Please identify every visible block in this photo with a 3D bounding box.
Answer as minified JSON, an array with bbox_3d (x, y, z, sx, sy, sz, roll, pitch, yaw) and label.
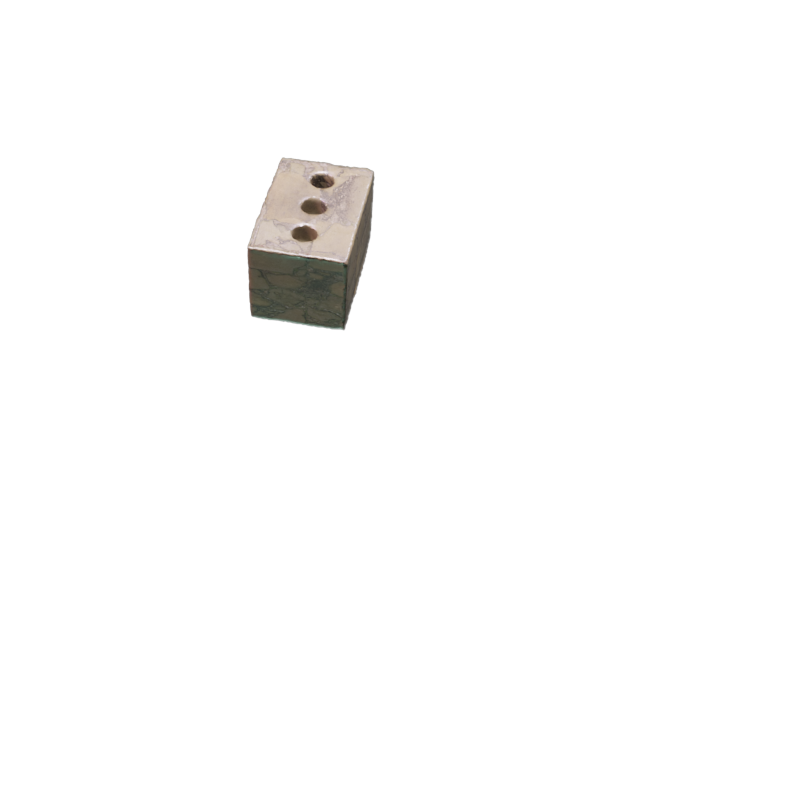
[{"bbox_3d":[-0.046,-0.084,0.588,0.053,0.083,0.048,8,-44,5],"label":"block"}]
